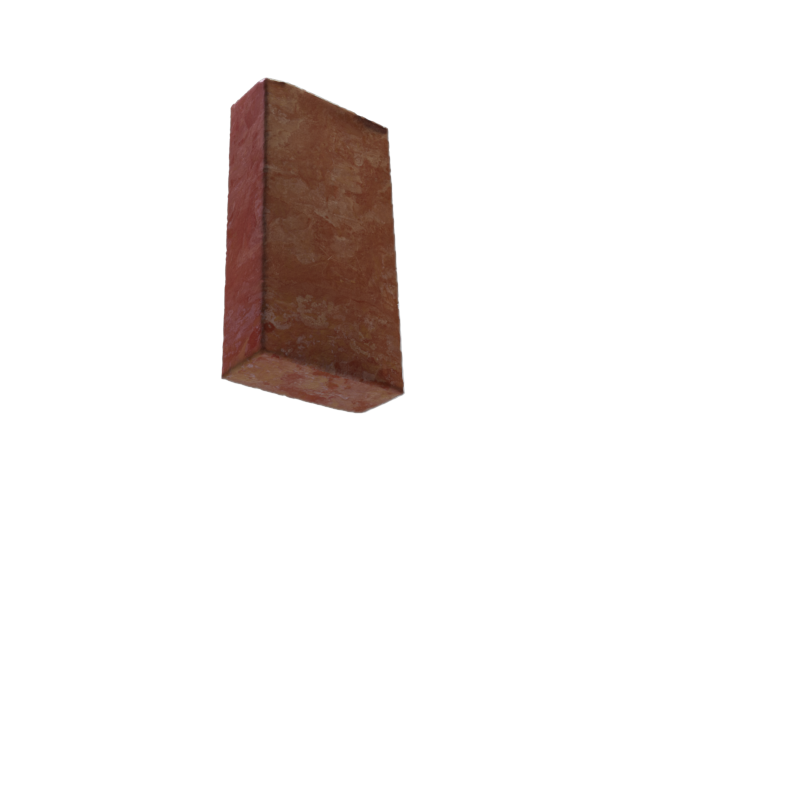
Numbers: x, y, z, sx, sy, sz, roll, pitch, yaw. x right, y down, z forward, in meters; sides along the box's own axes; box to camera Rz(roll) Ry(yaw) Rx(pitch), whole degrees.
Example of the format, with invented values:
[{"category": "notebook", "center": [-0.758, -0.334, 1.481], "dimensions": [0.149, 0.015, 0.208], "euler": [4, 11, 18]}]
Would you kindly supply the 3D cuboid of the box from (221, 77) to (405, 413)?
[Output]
[{"category": "box", "center": [-0.048, -0.088, 0.613], "dimensions": [0.088, 0.187, 0.048], "euler": [17, -33, -33]}]
